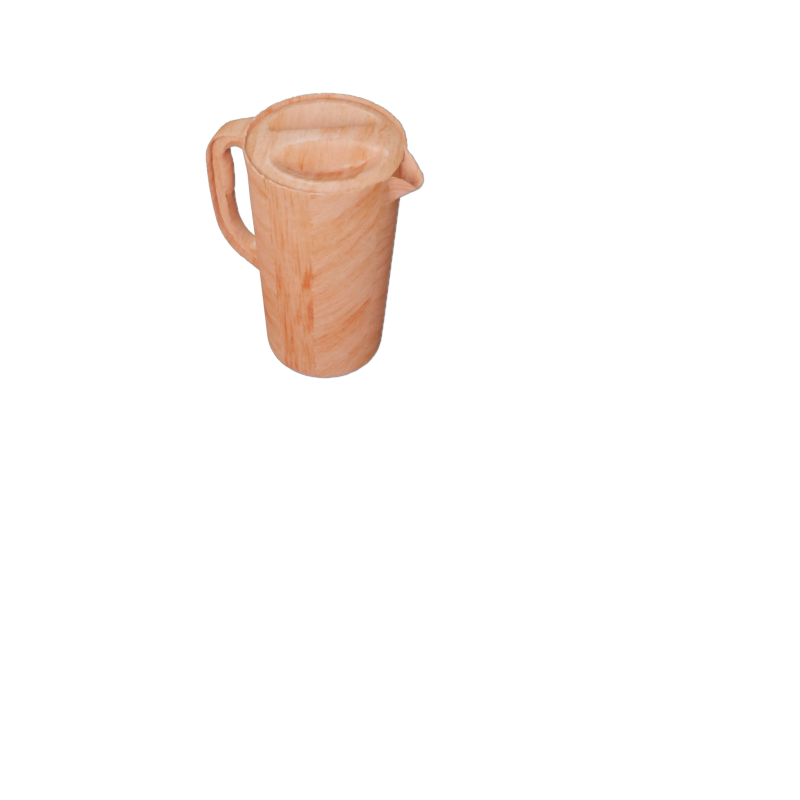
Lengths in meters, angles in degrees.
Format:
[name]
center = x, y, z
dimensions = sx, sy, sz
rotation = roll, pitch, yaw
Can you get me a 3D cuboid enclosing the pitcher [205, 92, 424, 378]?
[pitcher]
center = -0.076, -0.138, 0.965
dimensions = 0.143, 0.226, 0.161
rotation = -18, 50, -19
